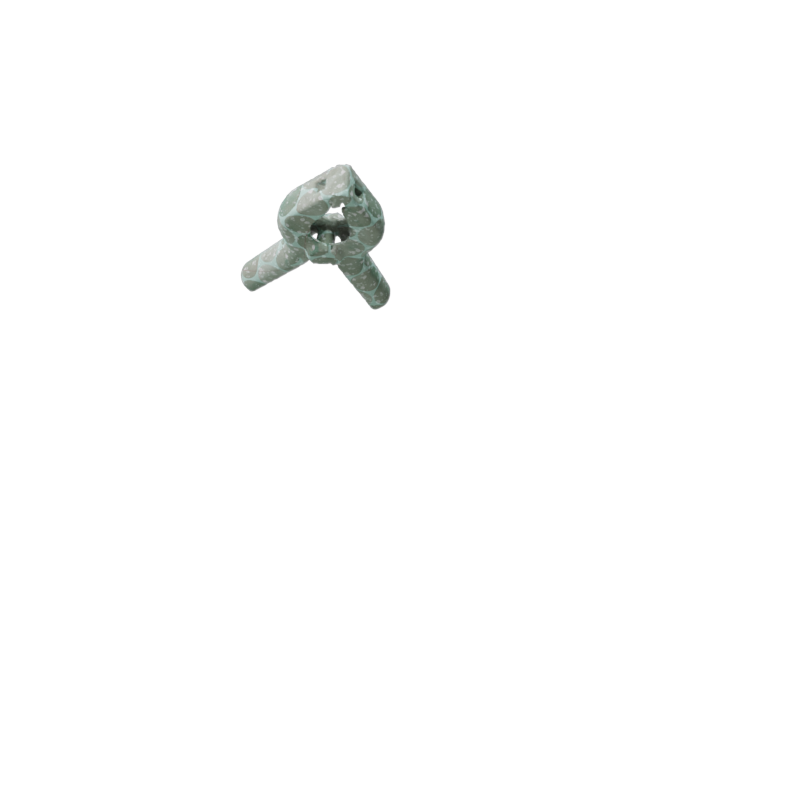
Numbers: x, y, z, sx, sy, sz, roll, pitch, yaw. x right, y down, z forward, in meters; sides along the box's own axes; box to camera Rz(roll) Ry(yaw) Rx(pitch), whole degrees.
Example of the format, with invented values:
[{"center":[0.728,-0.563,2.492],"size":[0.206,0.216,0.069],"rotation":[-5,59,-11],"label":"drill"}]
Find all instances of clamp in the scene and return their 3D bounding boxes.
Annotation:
[{"center":[-0.066,-0.120,0.840],"size":[0.120,0.042,0.161],"rotation":[0,-29,-1],"label":"clamp"}]
